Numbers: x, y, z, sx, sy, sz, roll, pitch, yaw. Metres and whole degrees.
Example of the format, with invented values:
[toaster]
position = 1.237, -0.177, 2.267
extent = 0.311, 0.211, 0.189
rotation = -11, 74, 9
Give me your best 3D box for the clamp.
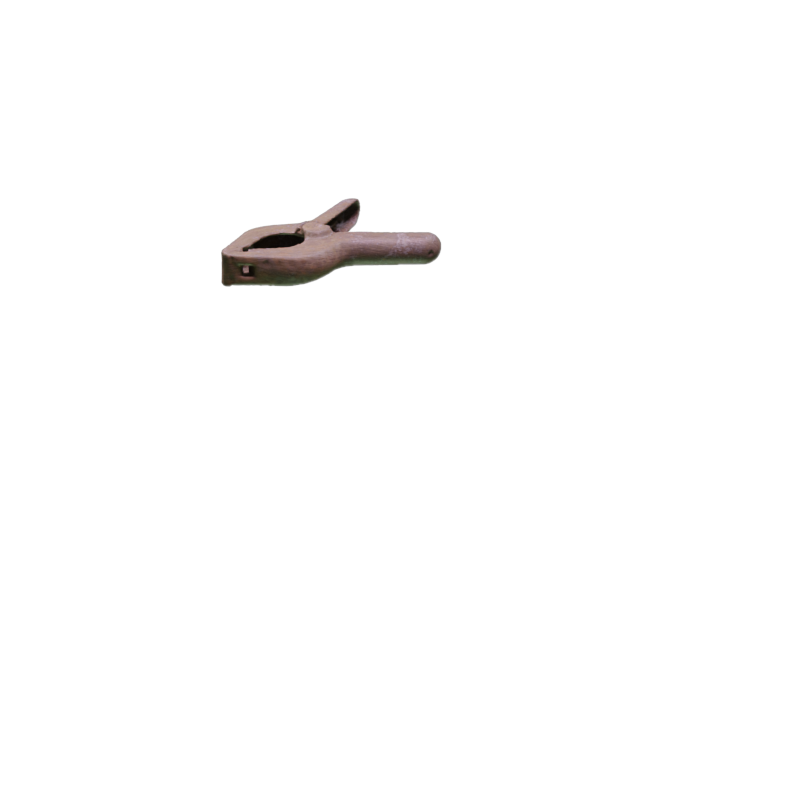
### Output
[clamp]
position = -0.068, -0.124, 0.871
extent = 0.168, 0.038, 0.128
rotation = -11, 24, -25
